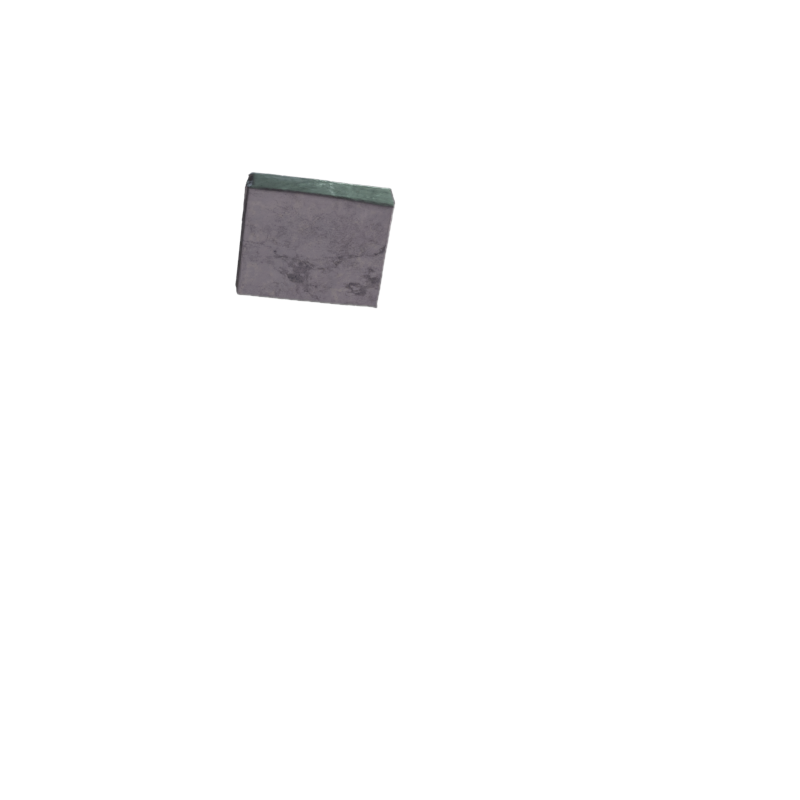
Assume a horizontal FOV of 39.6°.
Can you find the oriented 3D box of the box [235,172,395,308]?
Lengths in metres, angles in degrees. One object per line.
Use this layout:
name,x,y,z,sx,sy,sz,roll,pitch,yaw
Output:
box,-0.066,-0.121,0.848,0.113,0.086,0.041,7,26,-4
